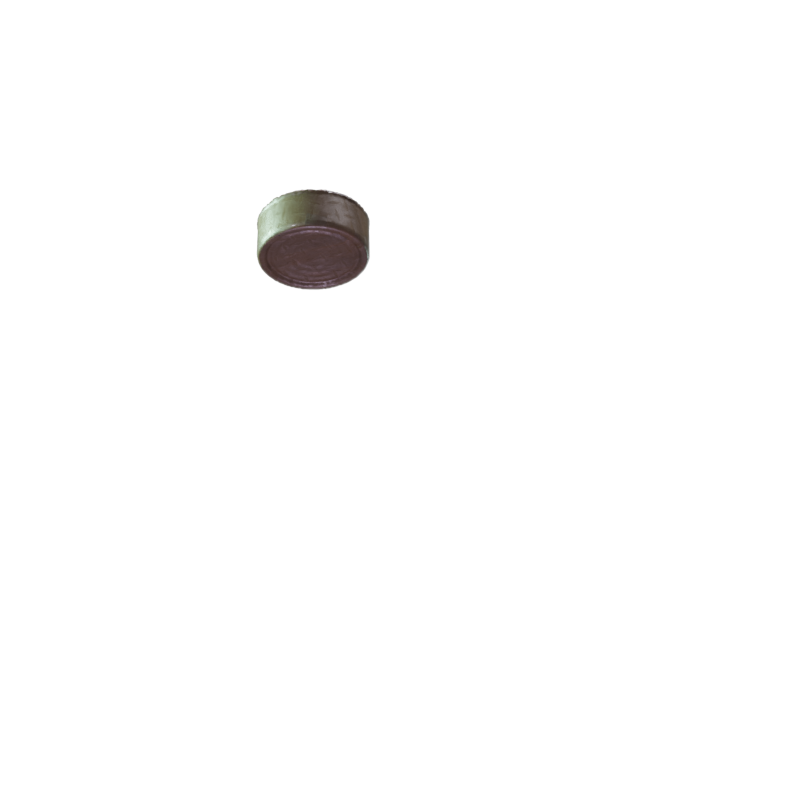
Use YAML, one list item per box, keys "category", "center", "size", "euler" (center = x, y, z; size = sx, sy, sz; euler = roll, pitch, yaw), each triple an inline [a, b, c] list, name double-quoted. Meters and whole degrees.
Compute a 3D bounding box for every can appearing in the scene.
- category: "can"
  center: [-0.065, -0.119, 0.835]
  size: [0.086, 0.036, 0.080]
  euler: [1, -31, -2]
